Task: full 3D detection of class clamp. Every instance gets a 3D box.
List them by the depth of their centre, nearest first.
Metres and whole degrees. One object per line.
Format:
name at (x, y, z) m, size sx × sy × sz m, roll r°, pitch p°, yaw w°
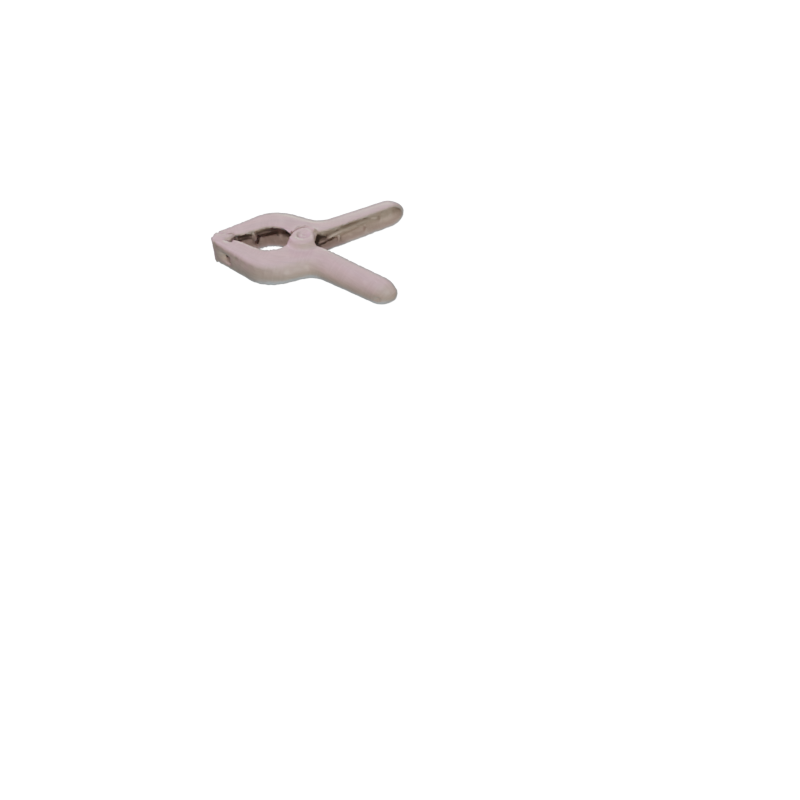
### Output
clamp at (-0.076, -0.139, 0.976) m, size 0.175 × 0.037 × 0.126 m, roll 9°, pitch 42°, yaw 11°
